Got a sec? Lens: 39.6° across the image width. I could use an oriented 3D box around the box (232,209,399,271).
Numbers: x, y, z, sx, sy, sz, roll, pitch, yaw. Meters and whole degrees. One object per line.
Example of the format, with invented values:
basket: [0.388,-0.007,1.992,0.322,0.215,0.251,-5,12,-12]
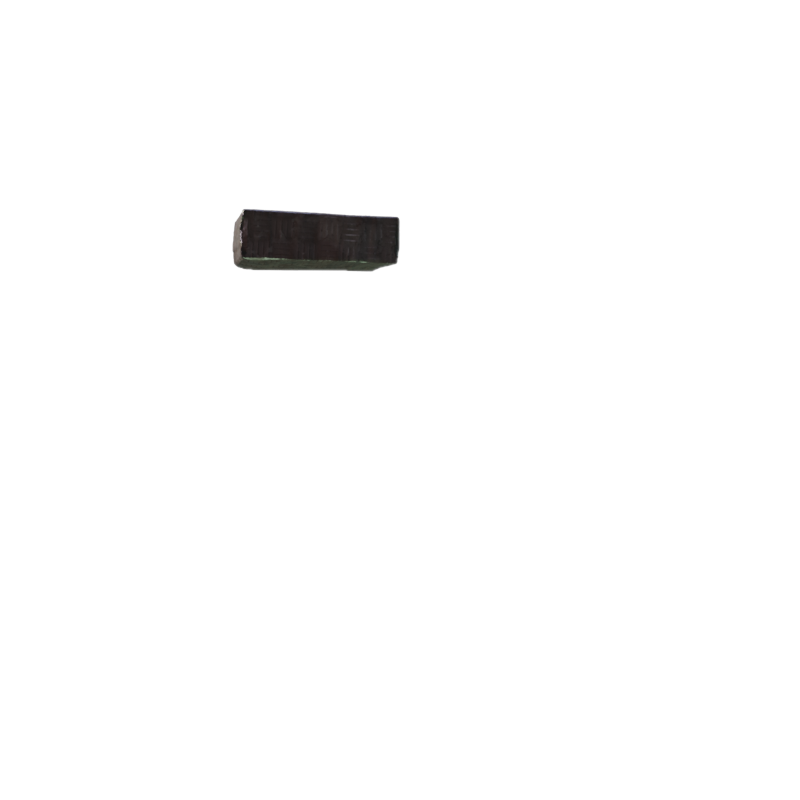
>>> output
box: [-0.063,-0.115,0.807,0.112,0.039,0.090,0,1,-9]
